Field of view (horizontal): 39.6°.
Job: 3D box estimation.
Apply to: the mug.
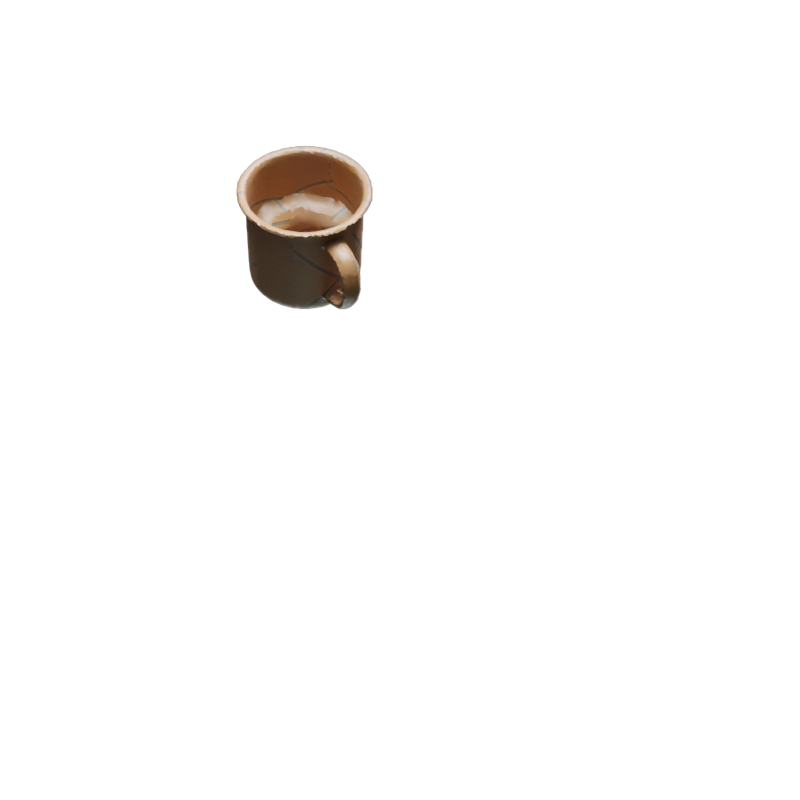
[{"bbox_3d":[-0.061,-0.111,0.774,0.093,0.076,0.126,-24,53,-21],"label":"mug"}]
